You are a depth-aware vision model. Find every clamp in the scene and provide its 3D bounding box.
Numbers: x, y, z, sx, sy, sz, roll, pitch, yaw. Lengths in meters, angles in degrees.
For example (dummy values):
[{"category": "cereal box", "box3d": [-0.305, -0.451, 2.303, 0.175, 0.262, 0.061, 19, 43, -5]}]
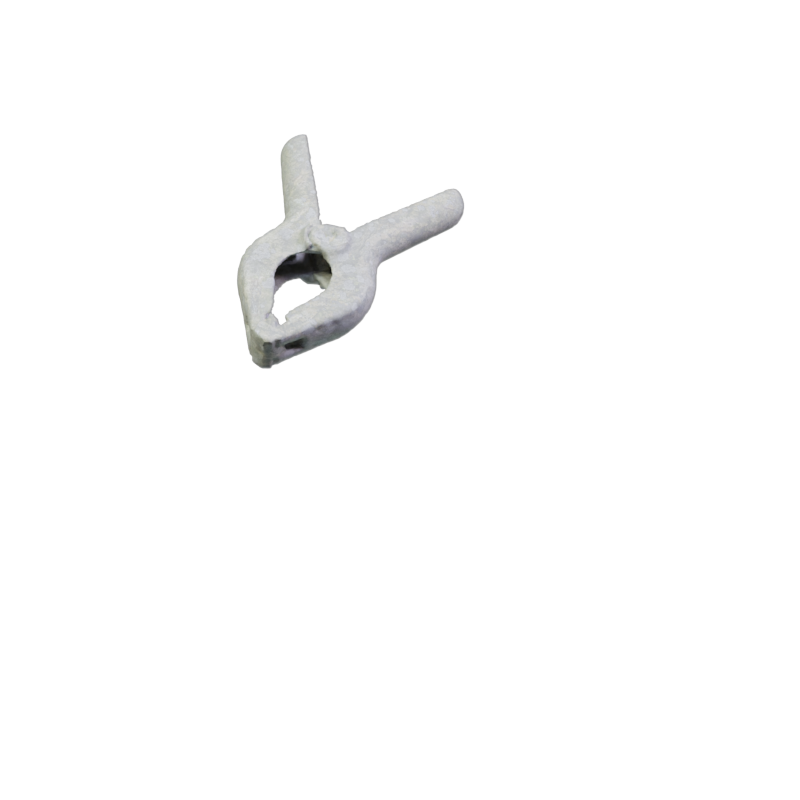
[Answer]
[{"category": "clamp", "box3d": [-0.051, -0.093, 0.653, 0.126, 0.036, 0.176, 24, 50, 21]}]
